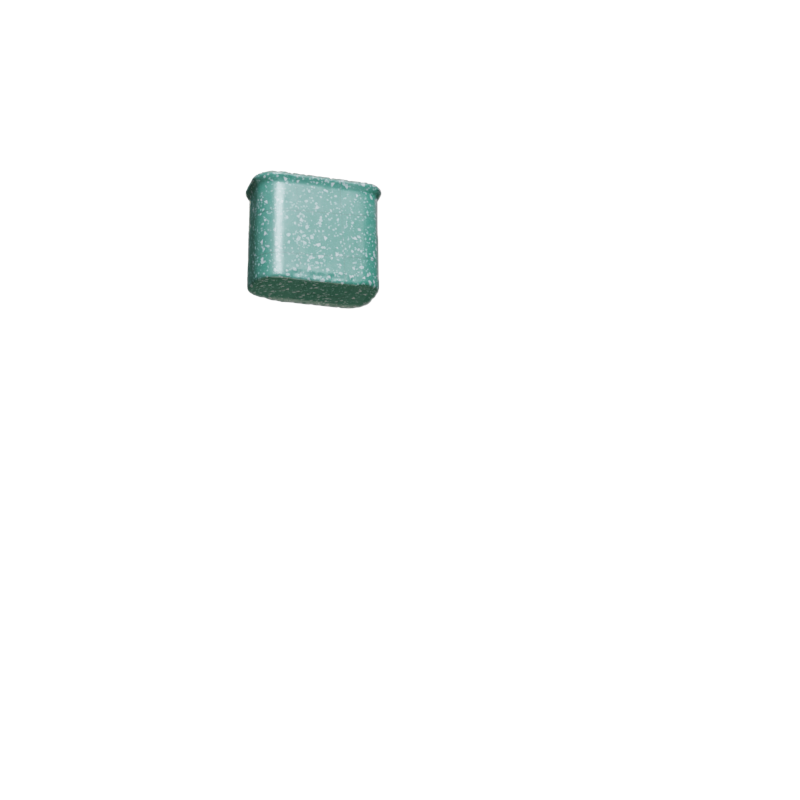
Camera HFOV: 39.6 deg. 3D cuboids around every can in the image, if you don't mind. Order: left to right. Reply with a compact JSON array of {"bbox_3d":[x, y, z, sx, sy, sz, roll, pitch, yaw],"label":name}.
[{"bbox_3d":[-0.066,-0.120,0.839,0.099,0.088,0.056,5,-21,-17],"label":"can"}]
